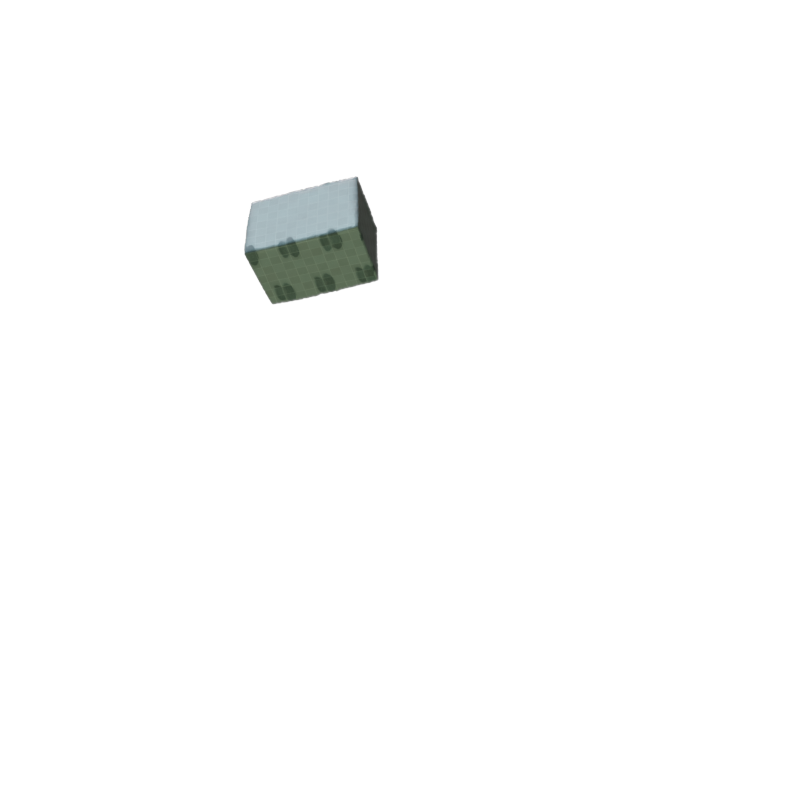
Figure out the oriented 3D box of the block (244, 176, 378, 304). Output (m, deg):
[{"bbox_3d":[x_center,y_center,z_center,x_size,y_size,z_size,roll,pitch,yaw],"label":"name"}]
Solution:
[{"bbox_3d":[-0.058,-0.106,0.739,0.079,0.055,0.049,-12,-44,11],"label":"block"}]
